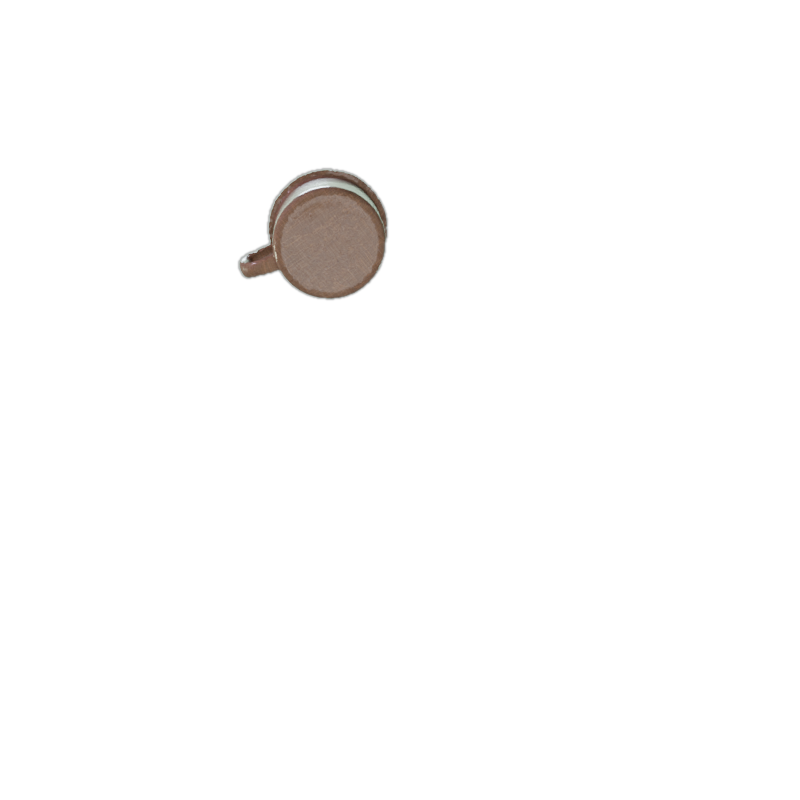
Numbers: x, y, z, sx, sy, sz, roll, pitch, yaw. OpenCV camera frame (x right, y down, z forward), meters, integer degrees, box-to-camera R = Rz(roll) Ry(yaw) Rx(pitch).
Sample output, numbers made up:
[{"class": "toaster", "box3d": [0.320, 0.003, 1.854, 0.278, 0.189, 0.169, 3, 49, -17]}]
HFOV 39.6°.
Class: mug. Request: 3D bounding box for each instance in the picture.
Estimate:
[{"class": "mug", "box3d": [-0.064, -0.118, 0.823, 0.117, 0.091, 0.084, -18, 12, 2]}]
